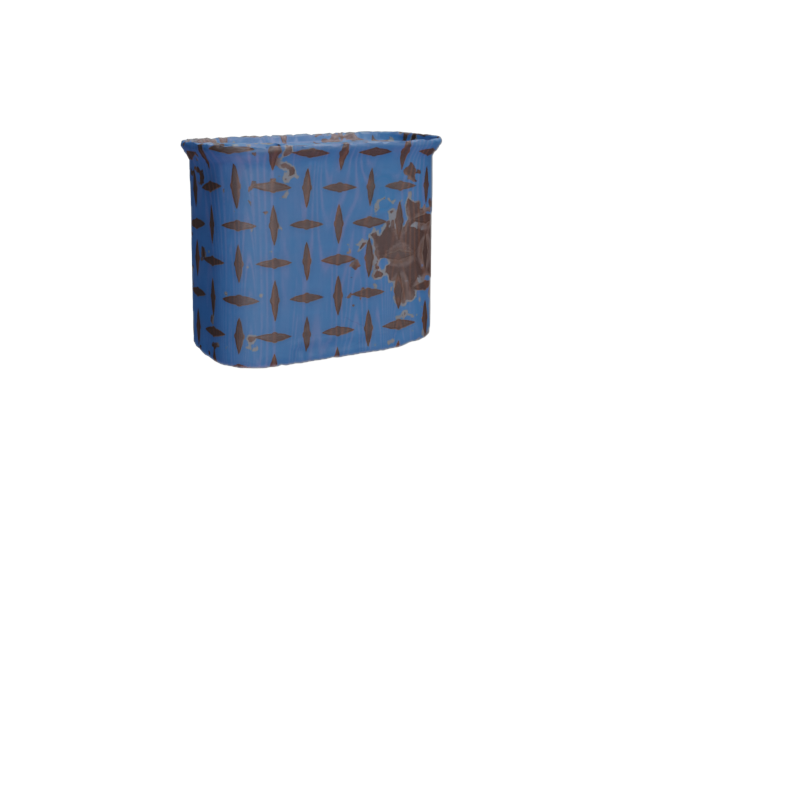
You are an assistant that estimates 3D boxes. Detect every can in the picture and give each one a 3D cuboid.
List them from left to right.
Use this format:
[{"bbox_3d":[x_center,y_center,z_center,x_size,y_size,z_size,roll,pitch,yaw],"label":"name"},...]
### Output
[{"bbox_3d":[-0.035,-0.063,0.445,0.099,0.082,0.061,-8,15,-30],"label":"can"}]
